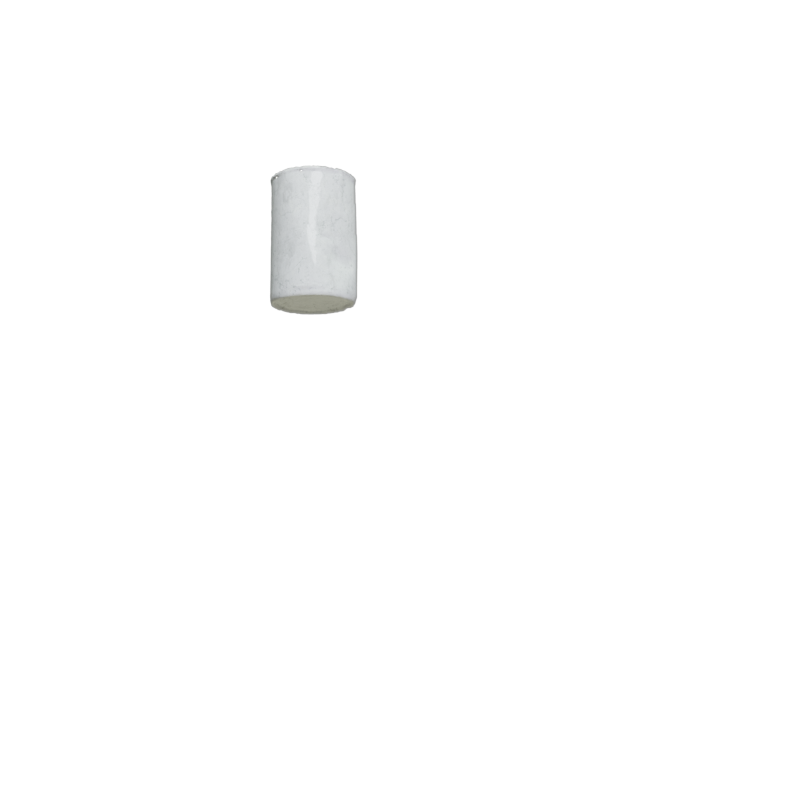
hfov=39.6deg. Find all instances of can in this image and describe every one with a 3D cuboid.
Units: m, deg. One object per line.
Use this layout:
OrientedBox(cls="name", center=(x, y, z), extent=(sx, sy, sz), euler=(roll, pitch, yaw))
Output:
OrientedBox(cls="can", center=(-0.068, -0.124, 0.865), extent=(0.068, 0.106, 0.066), euler=(0, -14, -2))
